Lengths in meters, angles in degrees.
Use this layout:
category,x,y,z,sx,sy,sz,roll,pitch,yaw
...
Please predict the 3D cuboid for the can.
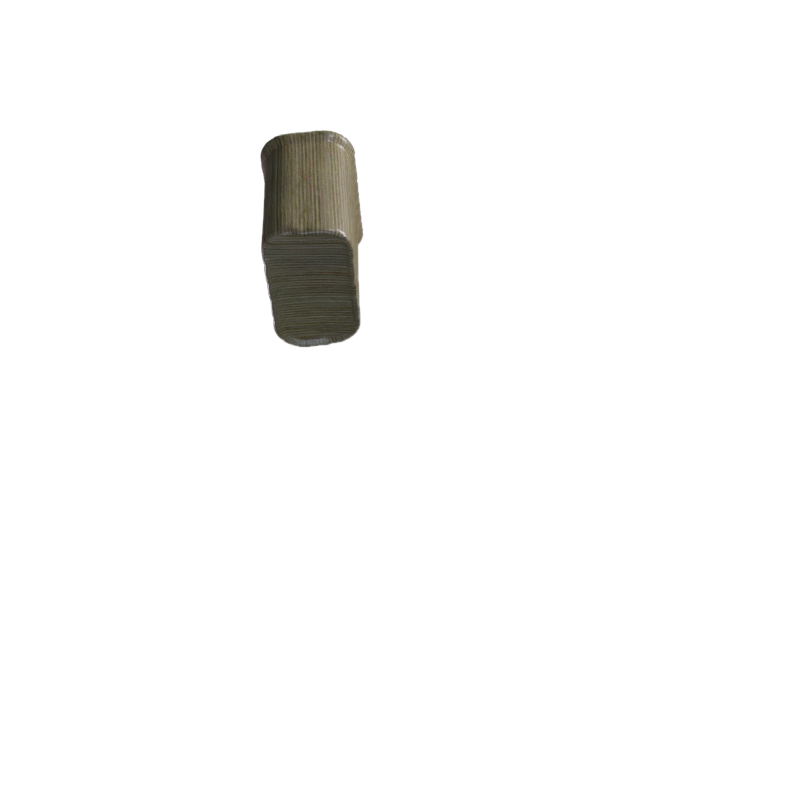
category,x,y,z,sx,sy,sz,roll,pitch,yaw
can,-0.052,-0.094,0.660,0.058,0.090,0.094,-4,-42,1
